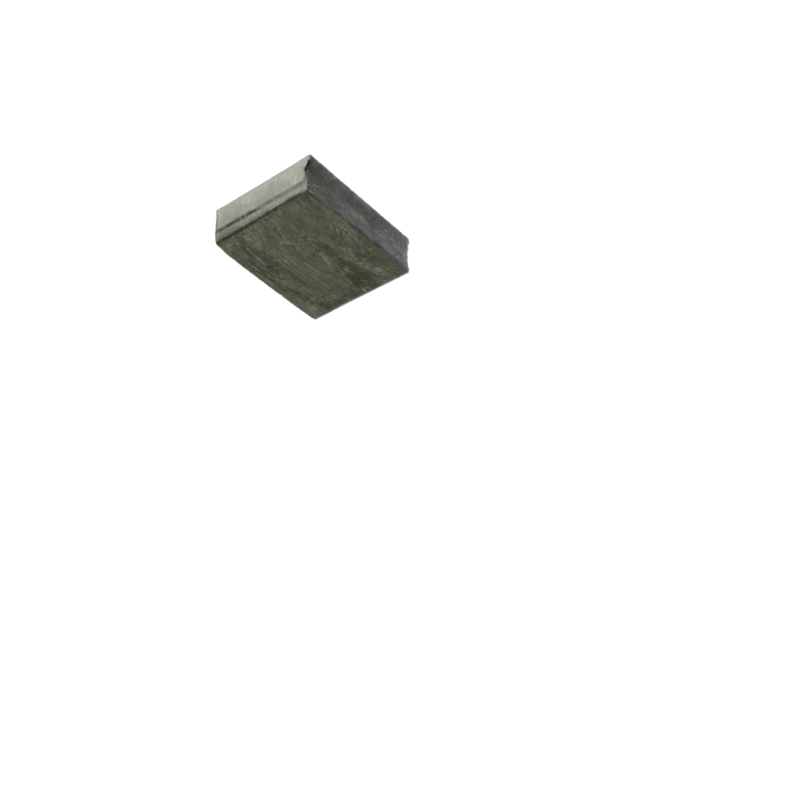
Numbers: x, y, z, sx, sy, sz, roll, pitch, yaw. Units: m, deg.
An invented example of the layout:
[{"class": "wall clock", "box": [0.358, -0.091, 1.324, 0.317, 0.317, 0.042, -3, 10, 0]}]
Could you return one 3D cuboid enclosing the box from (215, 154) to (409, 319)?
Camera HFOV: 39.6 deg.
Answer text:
[{"class": "box", "box": [-0.061, -0.112, 0.782, 0.090, 0.042, 0.106, -26, -43, 30]}]
